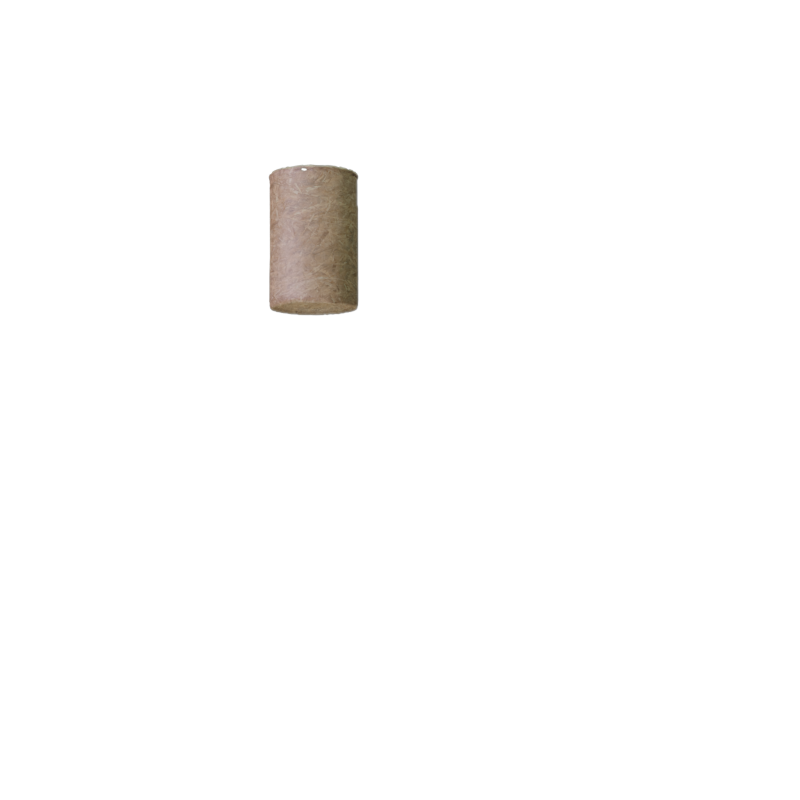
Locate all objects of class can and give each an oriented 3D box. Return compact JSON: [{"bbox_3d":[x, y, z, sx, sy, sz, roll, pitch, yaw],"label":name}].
[{"bbox_3d":[-0.065,-0.118,0.828,0.068,0.105,0.067,0,-9,-2],"label":"can"}]
